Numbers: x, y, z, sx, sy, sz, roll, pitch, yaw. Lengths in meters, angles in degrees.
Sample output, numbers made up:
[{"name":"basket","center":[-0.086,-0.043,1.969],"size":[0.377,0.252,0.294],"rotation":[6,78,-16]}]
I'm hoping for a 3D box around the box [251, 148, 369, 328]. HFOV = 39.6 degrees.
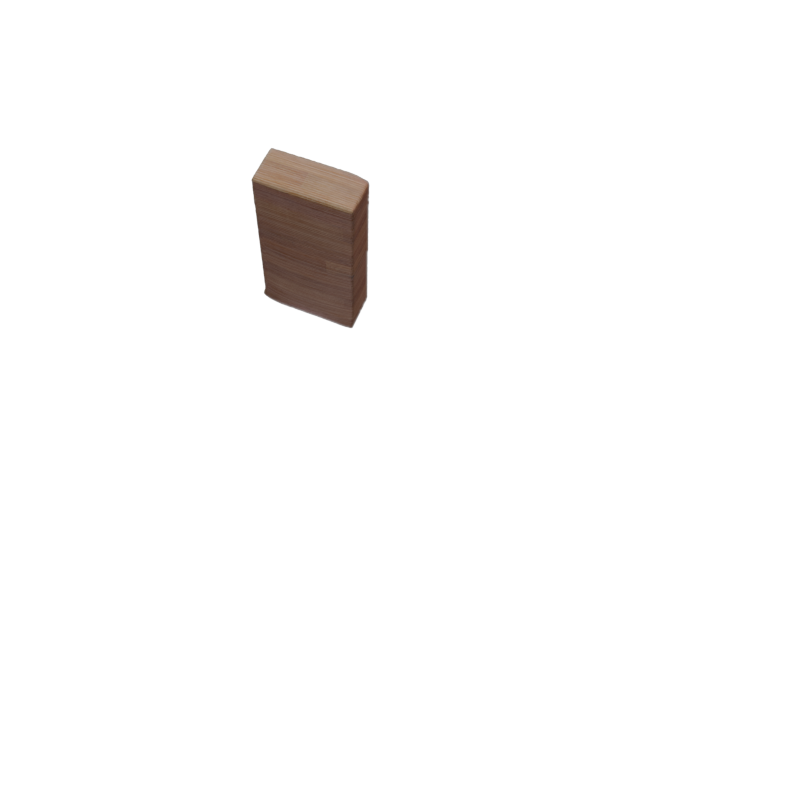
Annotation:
[{"name":"box","center":[-0.076,-0.139,0.974],"size":[0.096,0.050,0.165],"rotation":[22,-32,11]}]
